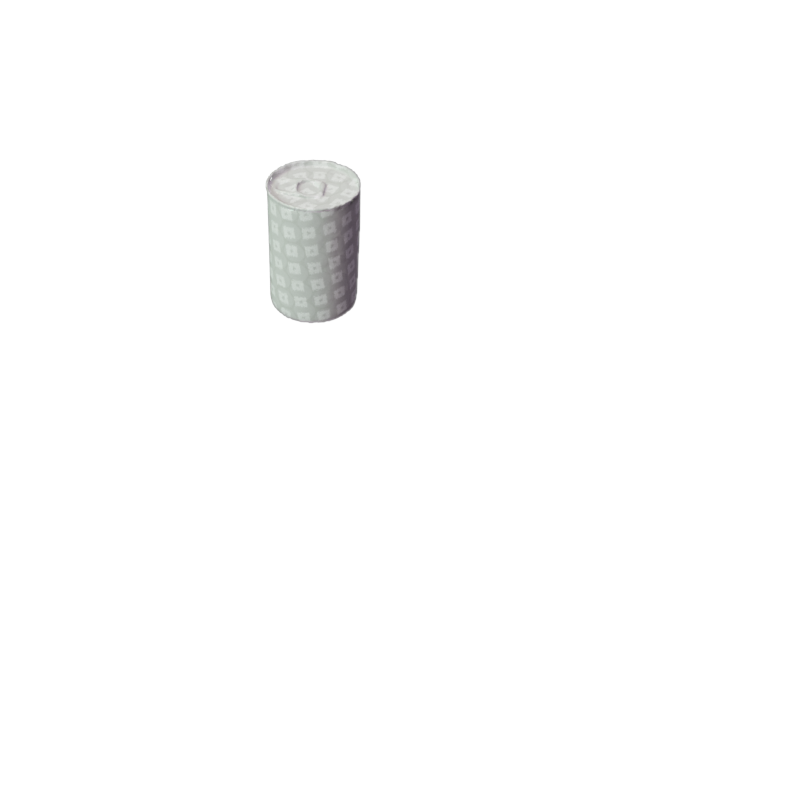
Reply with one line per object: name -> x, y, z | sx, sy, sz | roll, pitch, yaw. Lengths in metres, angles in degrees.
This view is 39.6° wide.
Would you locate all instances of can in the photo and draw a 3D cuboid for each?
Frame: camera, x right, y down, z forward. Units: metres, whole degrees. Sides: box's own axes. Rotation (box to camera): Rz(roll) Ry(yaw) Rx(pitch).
can -> -0.064, -0.117, 0.816 | 0.068, 0.095, 0.073 | 0, 38, -3
